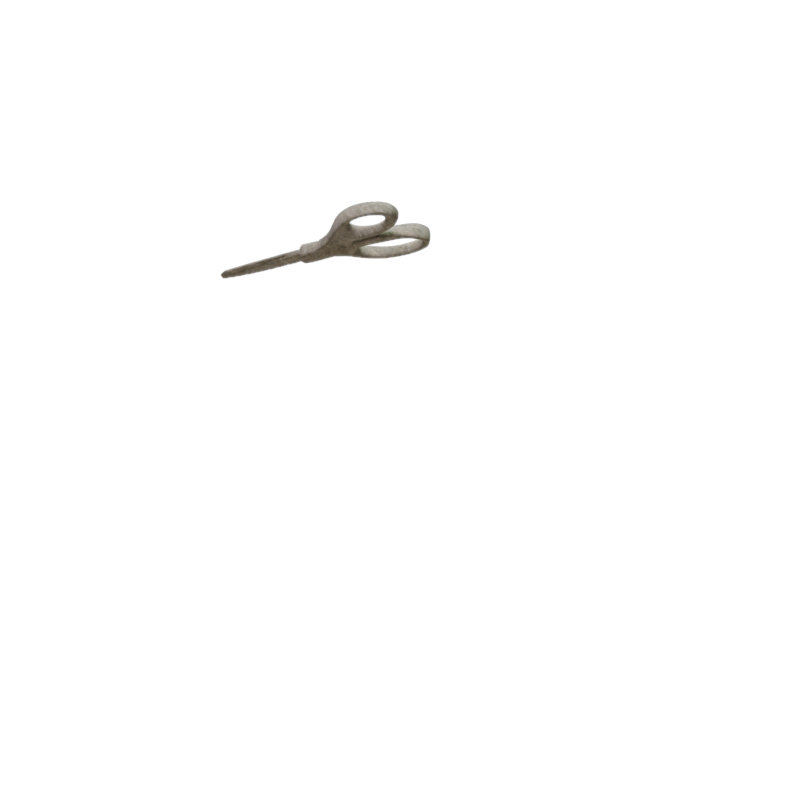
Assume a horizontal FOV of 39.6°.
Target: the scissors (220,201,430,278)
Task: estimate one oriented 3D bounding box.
[{"bbox_3d":[-0.076,-0.139,0.971,0.204,0.017,0.090,-5,-22,13],"label":"scissors"}]
